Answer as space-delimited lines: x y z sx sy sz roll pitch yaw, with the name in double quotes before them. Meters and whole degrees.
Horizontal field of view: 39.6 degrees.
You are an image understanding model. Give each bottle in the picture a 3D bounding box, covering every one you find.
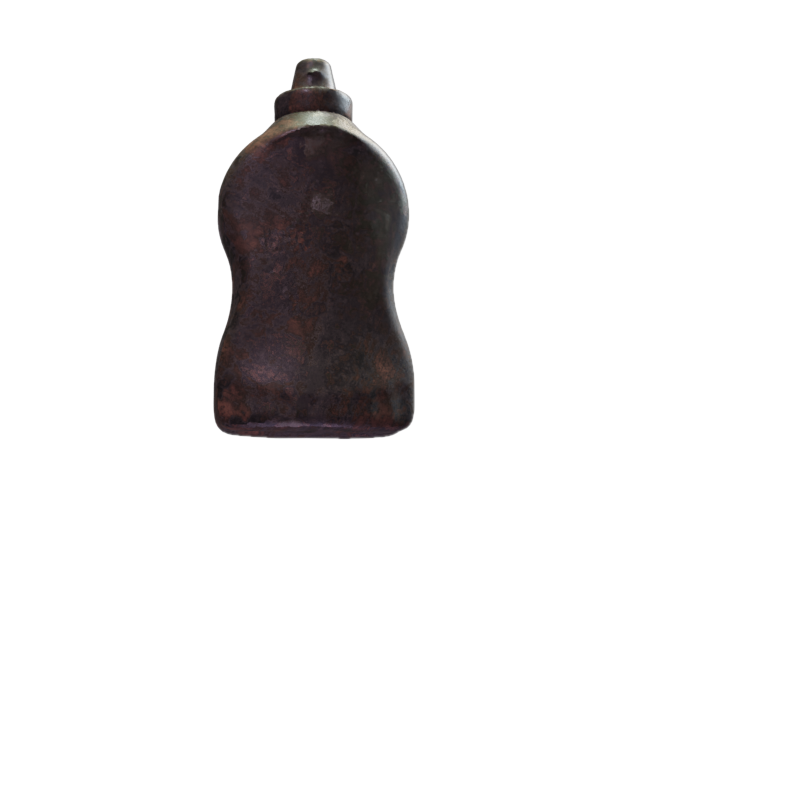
"bottle" -0.043 -0.079 0.555 0.095 0.198 0.057 1 -14 -7
